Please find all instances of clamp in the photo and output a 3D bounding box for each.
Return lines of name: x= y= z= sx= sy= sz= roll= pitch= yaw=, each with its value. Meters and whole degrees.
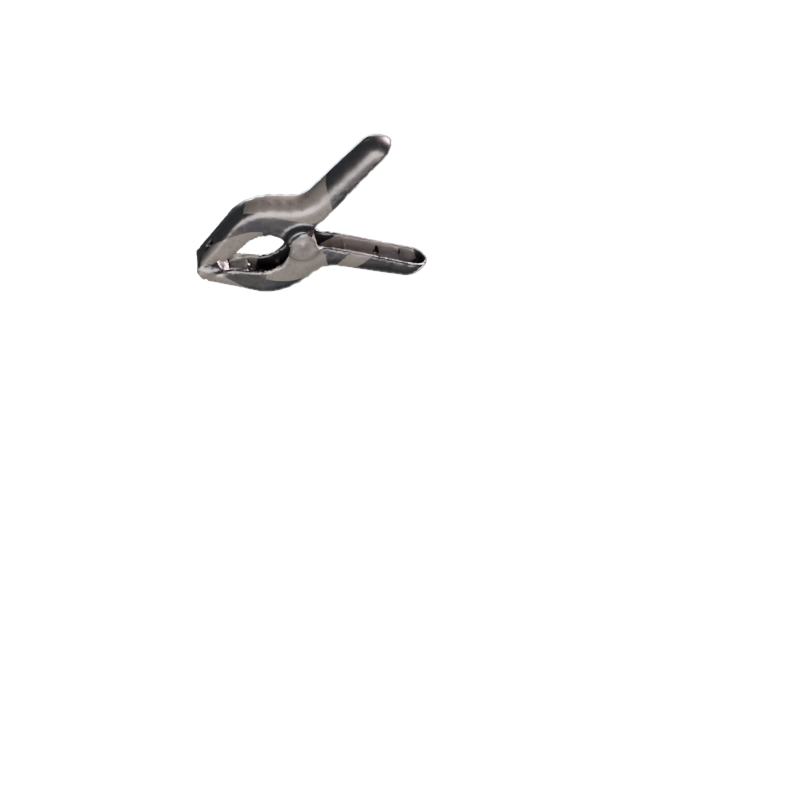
clamp: x=-0.065 y=-0.118 z=0.829 sx=0.172 sy=0.112 sz=0.042 roll=-21 pitch=28 yaw=12
